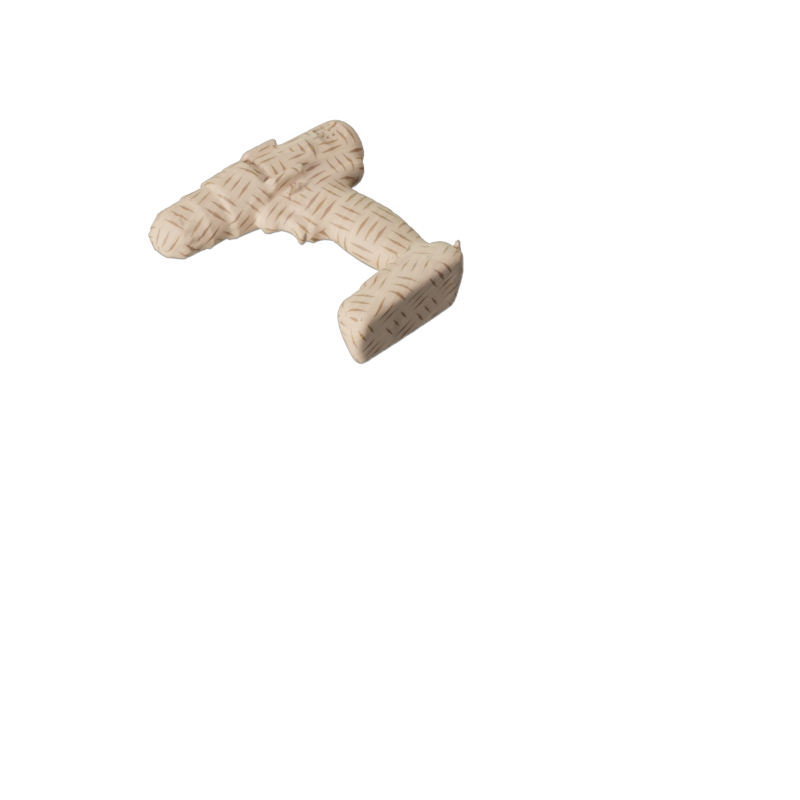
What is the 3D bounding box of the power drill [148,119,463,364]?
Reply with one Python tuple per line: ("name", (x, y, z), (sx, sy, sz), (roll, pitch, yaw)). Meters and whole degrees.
("power drill", (-0.062, -0.114, 0.797), (0.185, 0.200, 0.053), (-33, -30, -23))
